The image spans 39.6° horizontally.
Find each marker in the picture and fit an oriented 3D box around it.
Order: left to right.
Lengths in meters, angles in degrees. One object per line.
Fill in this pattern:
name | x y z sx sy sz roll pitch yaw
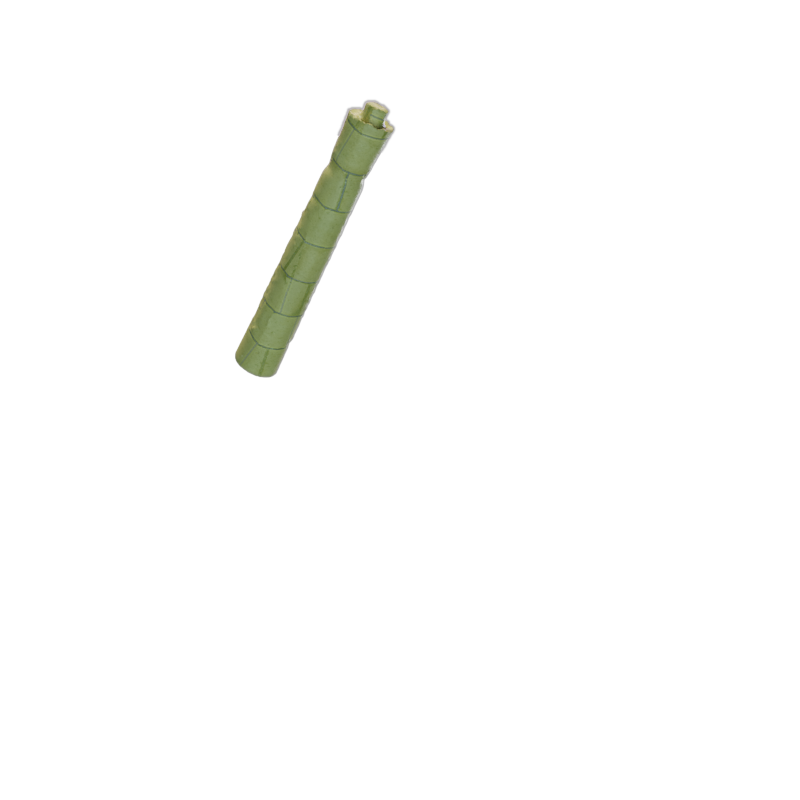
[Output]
marker | -0.034 -0.062 0.434 0.019 0.117 0.021 22 24 -14
